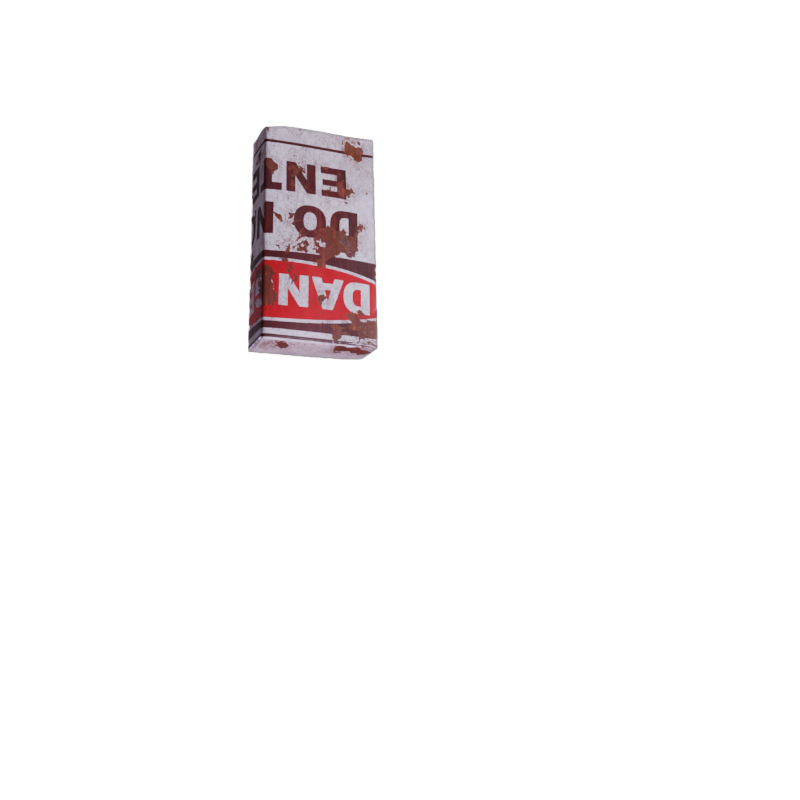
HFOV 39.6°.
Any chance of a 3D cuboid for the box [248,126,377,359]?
[{"bbox_3d":[-0.067,-0.122,0.856,0.091,0.184,0.047,5,-20,-18],"label":"box"}]
